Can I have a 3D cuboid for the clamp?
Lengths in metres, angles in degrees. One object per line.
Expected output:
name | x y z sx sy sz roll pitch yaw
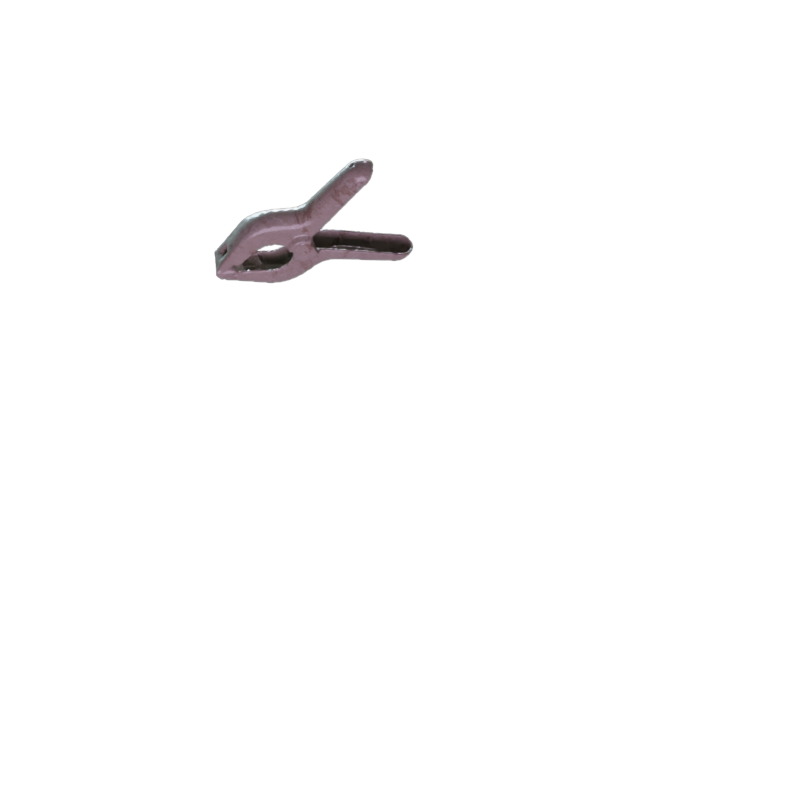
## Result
clamp | -0.075 -0.137 0.961 0.172 0.042 0.111 -20 -46 20
